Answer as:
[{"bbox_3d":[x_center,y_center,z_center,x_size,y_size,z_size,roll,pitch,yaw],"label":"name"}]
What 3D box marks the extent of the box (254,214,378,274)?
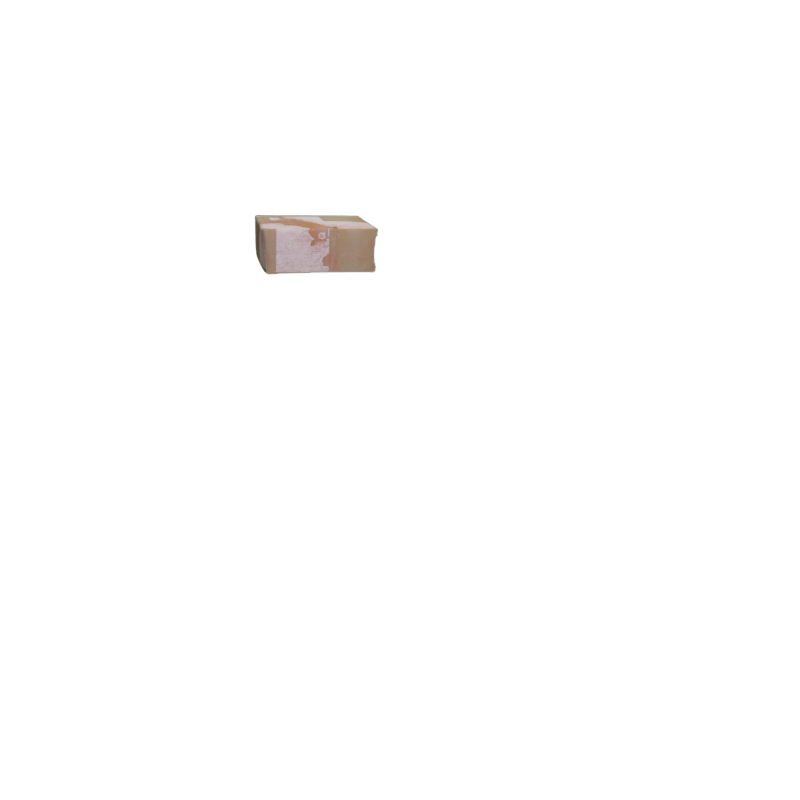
[{"bbox_3d":[-0.070,-0.128,0.896,0.089,0.038,0.118,-2,16,-8],"label":"box"}]
